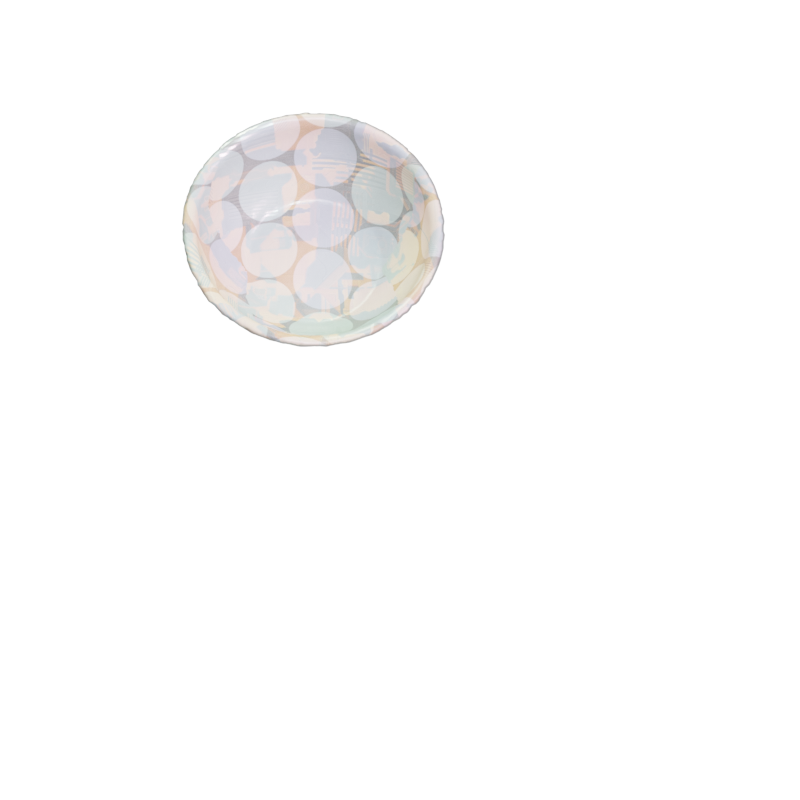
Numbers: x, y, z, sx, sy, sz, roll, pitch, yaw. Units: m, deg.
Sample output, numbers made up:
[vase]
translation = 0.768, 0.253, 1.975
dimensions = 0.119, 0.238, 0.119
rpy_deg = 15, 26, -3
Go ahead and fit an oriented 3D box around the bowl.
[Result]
[bowl]
translation = -0.055, -0.100, 0.704
dimensions = 0.162, 0.171, 0.052
rpy_deg = -1, -25, -1
